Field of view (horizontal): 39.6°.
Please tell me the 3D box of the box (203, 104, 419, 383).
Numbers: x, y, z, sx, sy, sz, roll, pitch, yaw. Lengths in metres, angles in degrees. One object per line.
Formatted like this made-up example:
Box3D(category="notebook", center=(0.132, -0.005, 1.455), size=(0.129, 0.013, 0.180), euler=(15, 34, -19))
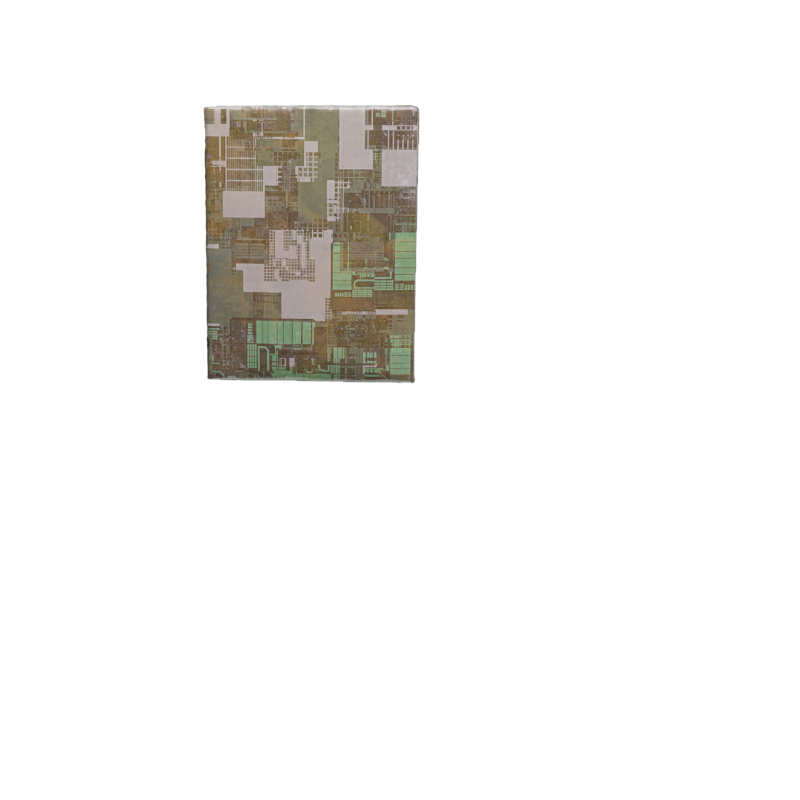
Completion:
Box3D(category="box", center=(-0.068, -0.125, 0.873), size=(0.165, 0.210, 0.073), euler=(1, 9, 2))
